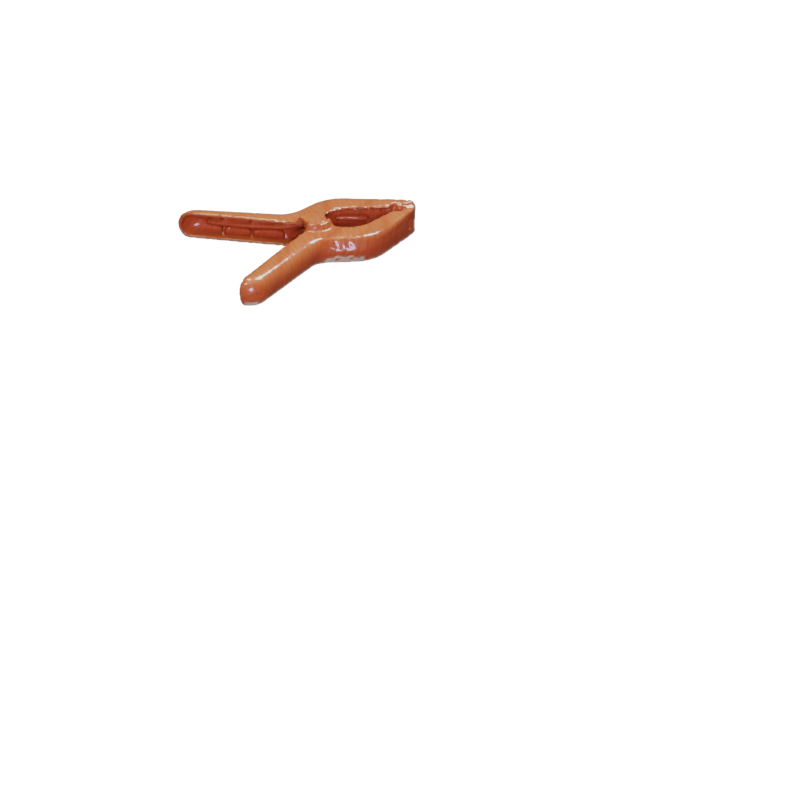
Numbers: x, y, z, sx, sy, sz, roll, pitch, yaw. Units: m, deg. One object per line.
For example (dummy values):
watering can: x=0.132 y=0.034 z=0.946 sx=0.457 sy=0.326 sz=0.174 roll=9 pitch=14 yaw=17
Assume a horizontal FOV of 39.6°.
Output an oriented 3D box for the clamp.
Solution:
clamp: x=-0.076 y=-0.139 z=0.976 sx=0.207 sy=0.034 sz=0.177 roll=-11 pitch=34 yaw=-17
